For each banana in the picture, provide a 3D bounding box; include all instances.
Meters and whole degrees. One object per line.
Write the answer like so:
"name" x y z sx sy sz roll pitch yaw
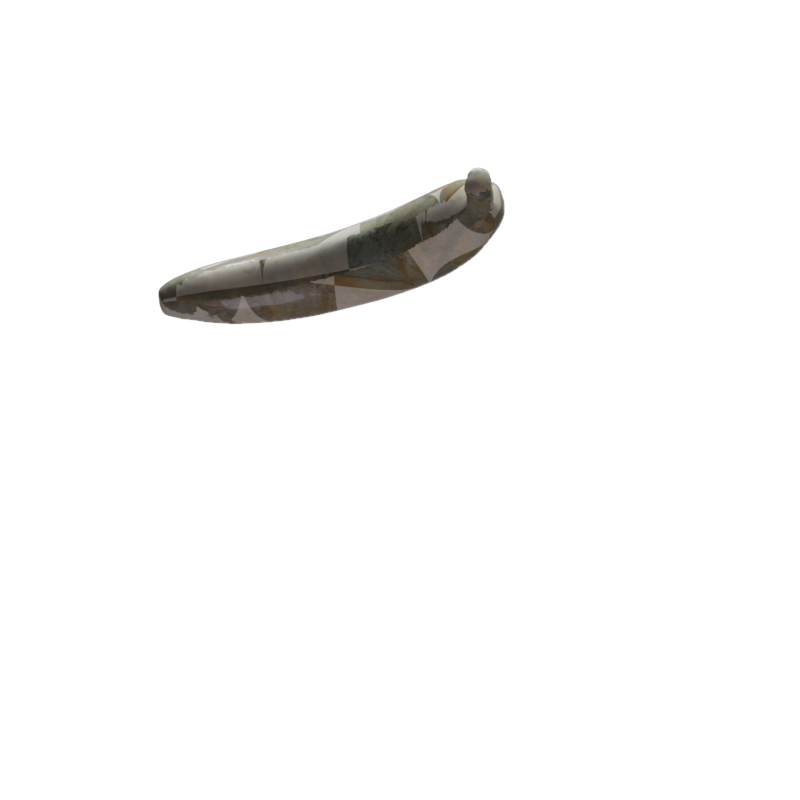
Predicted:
"banana" -0.025 -0.069 0.519 0.200 0.039 0.065 -16 -27 36
